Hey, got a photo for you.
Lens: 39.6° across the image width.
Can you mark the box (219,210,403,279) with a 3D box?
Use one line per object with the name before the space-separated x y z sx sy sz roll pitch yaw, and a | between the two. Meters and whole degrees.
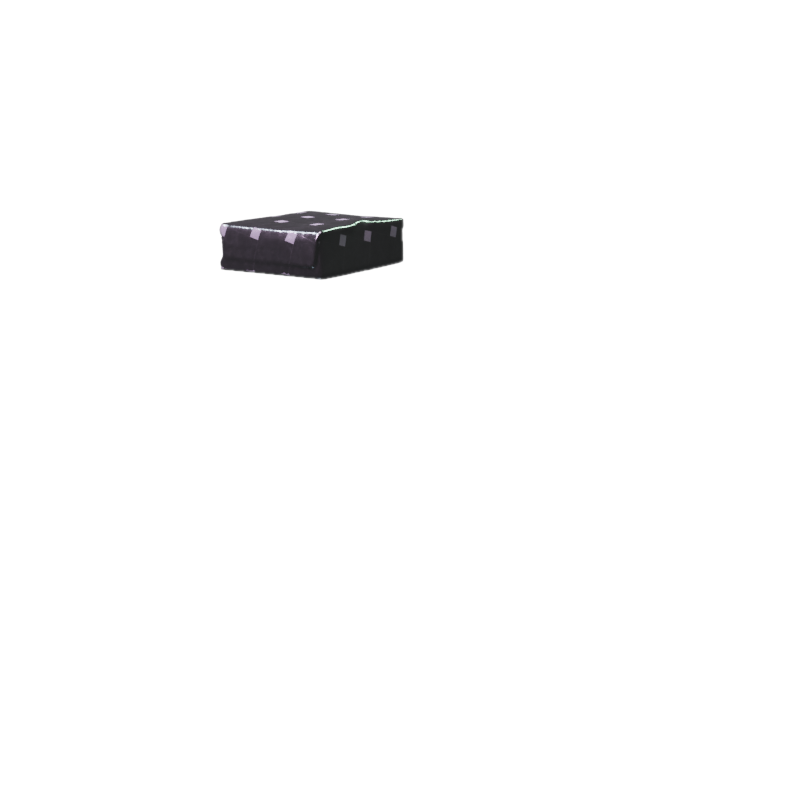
box | -0.051 -0.094 0.657 0.076 0.029 0.088 10 17 34
